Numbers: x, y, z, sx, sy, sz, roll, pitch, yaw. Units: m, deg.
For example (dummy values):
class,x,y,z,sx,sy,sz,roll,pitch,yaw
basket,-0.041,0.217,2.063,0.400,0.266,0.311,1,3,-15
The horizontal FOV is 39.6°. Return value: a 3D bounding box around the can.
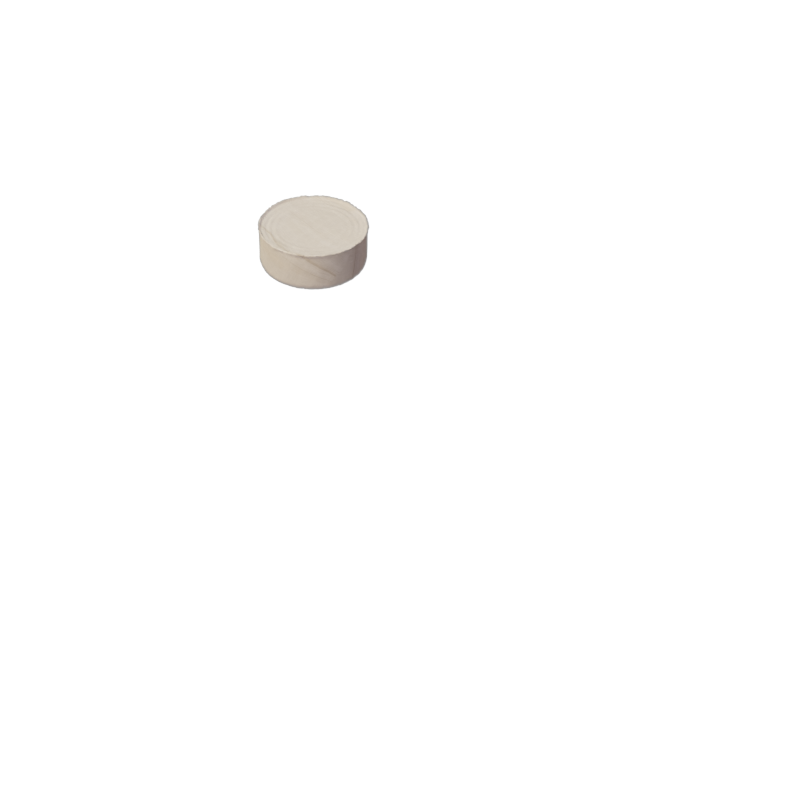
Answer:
class,x,y,z,sx,sy,sz,roll,pitch,yaw
can,-0.068,-0.123,0.863,0.086,0.031,0.092,-1,39,-2
